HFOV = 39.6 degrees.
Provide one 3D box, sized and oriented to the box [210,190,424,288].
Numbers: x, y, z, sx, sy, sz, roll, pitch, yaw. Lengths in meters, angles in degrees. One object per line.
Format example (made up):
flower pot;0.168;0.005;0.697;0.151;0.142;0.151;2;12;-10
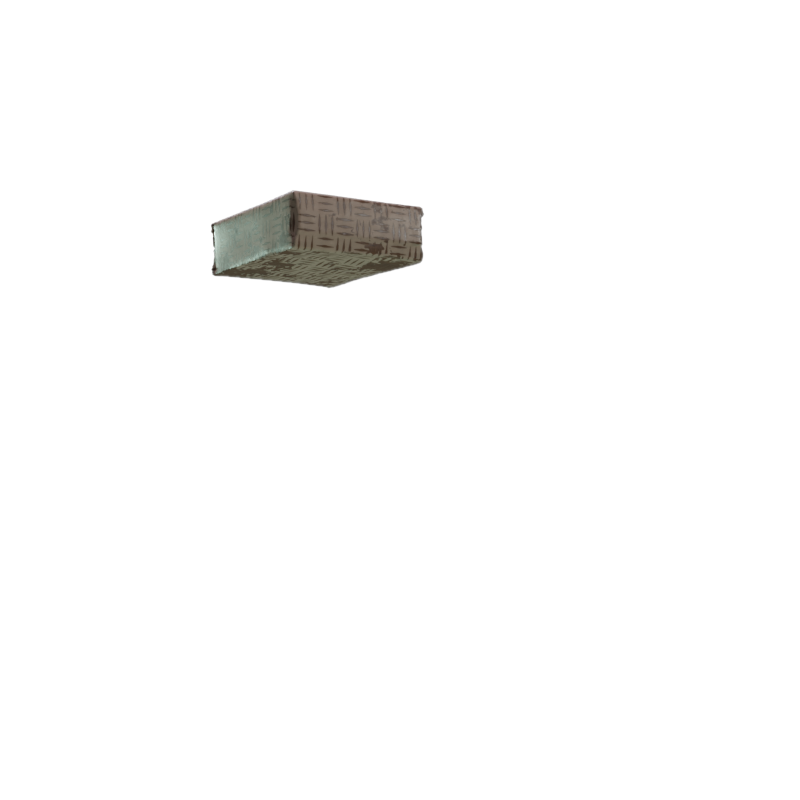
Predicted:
box;-0.053;-0.097;0.679;0.086;0.040;0.115;4;-7;-32
